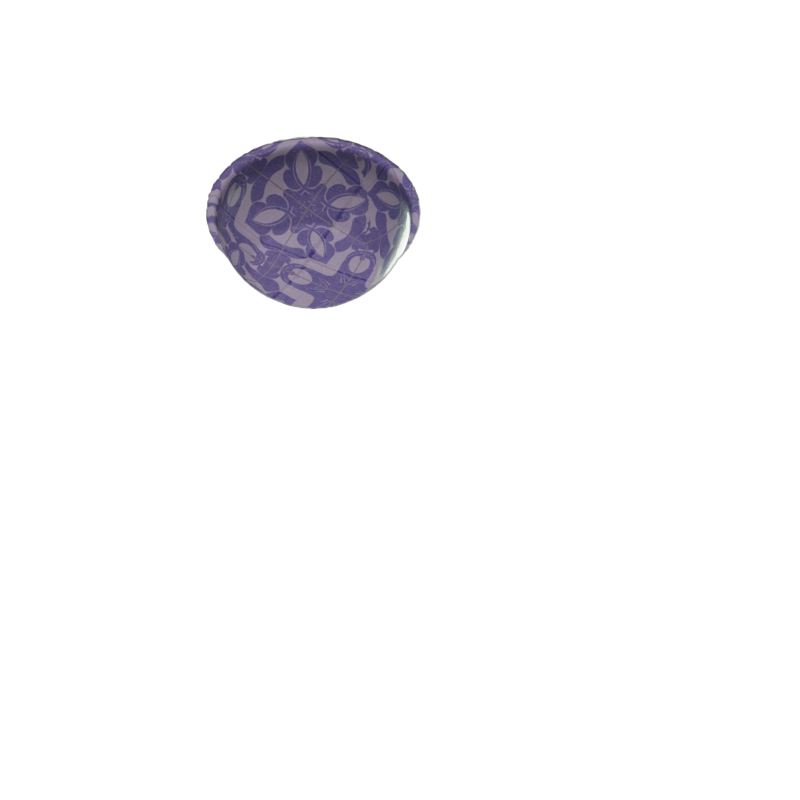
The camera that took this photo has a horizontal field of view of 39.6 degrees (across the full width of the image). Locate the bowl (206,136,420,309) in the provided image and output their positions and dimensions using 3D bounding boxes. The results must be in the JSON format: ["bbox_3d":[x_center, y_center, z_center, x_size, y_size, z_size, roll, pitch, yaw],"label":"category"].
[{"bbox_3d":[-0.064,-0.117,0.819,0.162,0.059,0.151,1,-39,-1],"label":"bowl"}]
